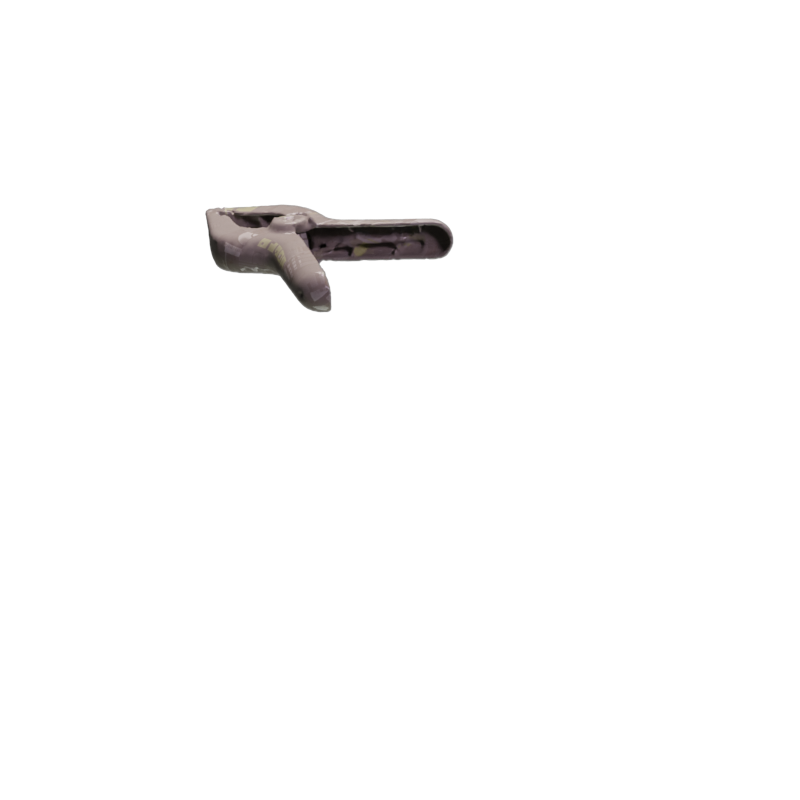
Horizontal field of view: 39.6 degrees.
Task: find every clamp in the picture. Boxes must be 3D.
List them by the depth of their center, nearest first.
[{"bbox_3d":[-0.055,-0.100,0.700,0.118,0.037,0.183,-17,29,-34],"label":"clamp"}]
